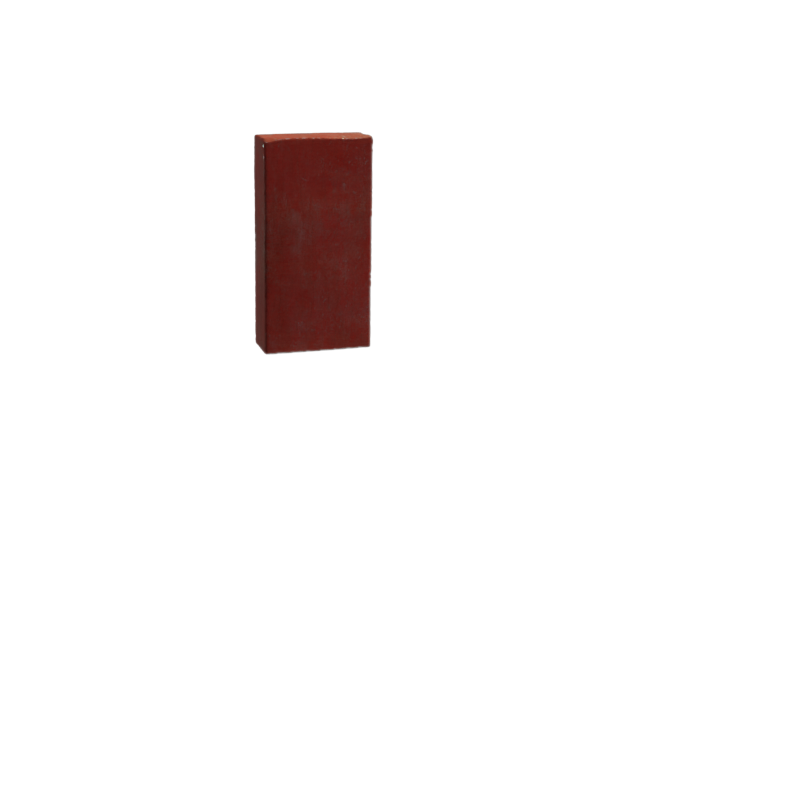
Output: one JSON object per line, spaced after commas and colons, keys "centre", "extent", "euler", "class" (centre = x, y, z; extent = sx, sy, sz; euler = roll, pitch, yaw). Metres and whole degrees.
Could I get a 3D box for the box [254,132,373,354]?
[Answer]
{"centre": [-0.071, -0.130, 0.909], "extent": [0.092, 0.171, 0.050], "euler": [-4, 15, -16], "class": "box"}
